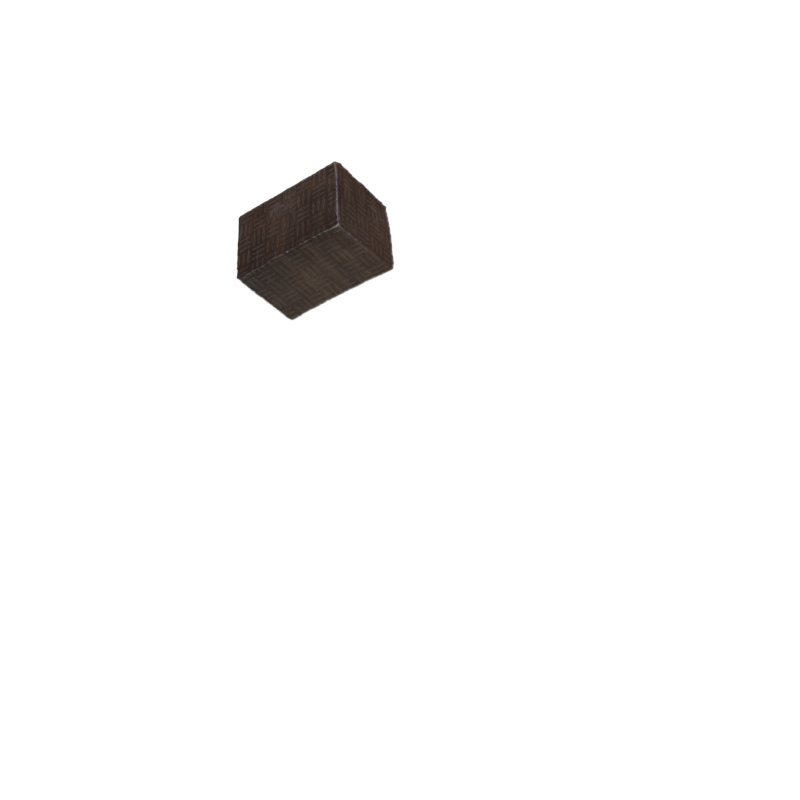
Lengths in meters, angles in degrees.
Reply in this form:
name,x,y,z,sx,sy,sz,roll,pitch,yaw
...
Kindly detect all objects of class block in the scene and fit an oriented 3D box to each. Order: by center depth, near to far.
name,x,y,z,sx,sy,sz,roll,pitch,yaw
block,-0.051,-0.093,0.650,0.078,0.055,0.049,-24,-43,27
